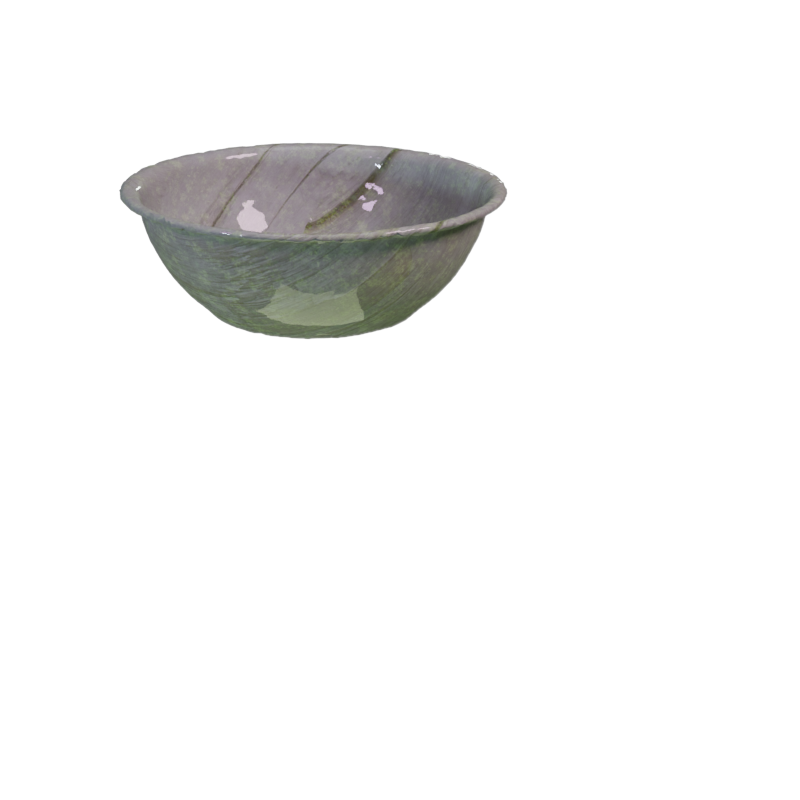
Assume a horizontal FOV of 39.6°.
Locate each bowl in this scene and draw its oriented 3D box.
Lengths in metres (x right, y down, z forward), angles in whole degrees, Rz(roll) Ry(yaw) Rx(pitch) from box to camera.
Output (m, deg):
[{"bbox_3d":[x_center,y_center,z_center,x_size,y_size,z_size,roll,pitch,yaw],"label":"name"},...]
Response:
[{"bbox_3d":[-0.037,-0.068,0.475,0.162,0.053,0.170,-1,23,-2],"label":"bowl"}]
